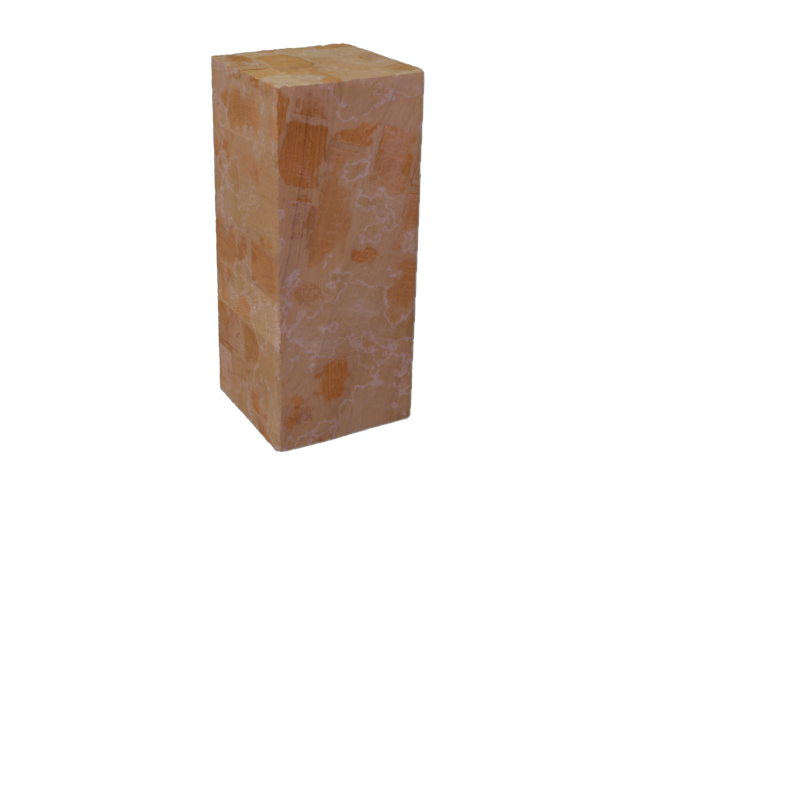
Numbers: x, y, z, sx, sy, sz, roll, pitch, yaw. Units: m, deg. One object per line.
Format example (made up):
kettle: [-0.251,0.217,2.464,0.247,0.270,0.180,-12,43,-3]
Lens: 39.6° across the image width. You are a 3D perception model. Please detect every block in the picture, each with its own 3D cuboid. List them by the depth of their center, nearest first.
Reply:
block: [-0.049,-0.090,0.631,0.088,0.196,0.097,-11,25,-28]
